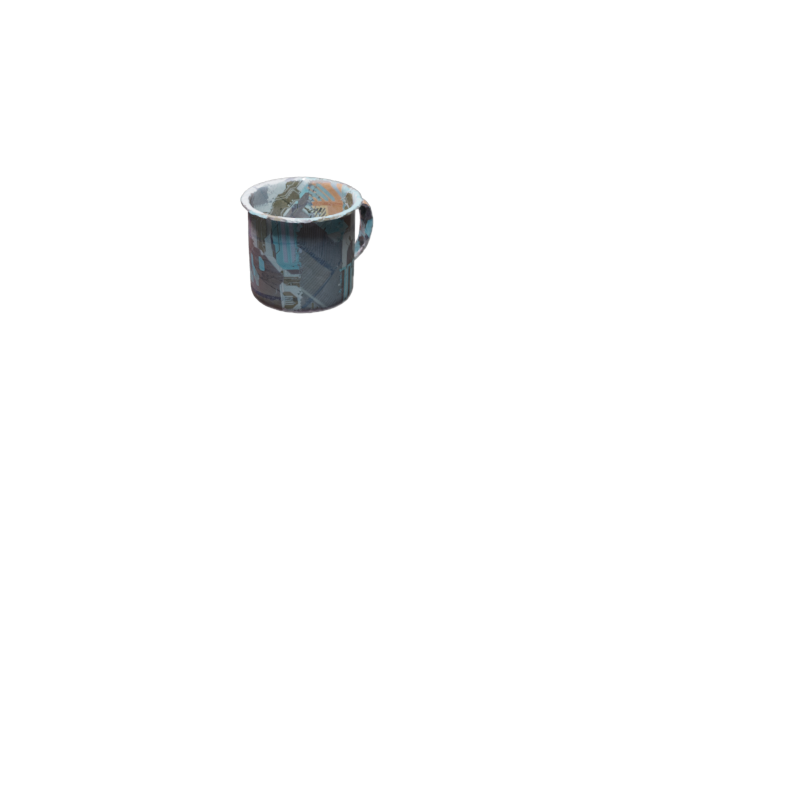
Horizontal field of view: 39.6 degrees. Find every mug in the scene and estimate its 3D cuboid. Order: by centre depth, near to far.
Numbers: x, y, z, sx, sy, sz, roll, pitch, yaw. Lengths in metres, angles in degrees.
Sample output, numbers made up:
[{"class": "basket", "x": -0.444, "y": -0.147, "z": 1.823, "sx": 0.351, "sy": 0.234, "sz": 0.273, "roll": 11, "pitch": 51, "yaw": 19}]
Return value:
[{"class": "mug", "x": -0.068, "y": -0.124, "z": 0.867, "sx": 0.116, "sy": 0.077, "sz": 0.099, "roll": -24, "pitch": 37, "yaw": -38}]
